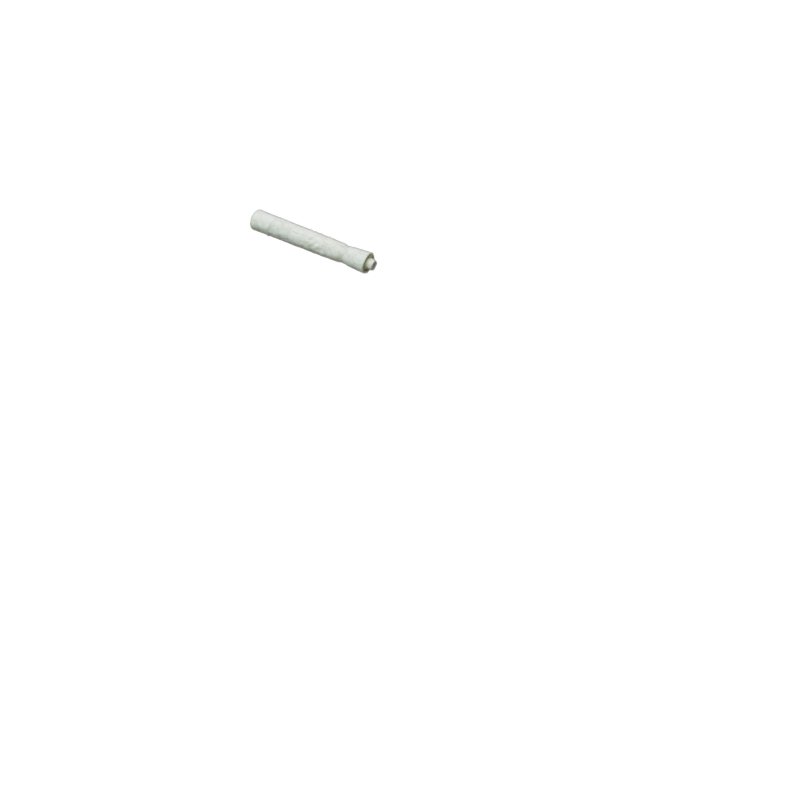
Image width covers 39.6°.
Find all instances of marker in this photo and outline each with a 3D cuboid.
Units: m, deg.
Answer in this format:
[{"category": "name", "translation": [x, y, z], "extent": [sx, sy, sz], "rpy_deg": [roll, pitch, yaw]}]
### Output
[{"category": "marker", "translation": [-0.073, -0.134, 0.936], "extent": [0.127, 0.019, 0.019], "rpy_deg": [24, 14, 26]}]
